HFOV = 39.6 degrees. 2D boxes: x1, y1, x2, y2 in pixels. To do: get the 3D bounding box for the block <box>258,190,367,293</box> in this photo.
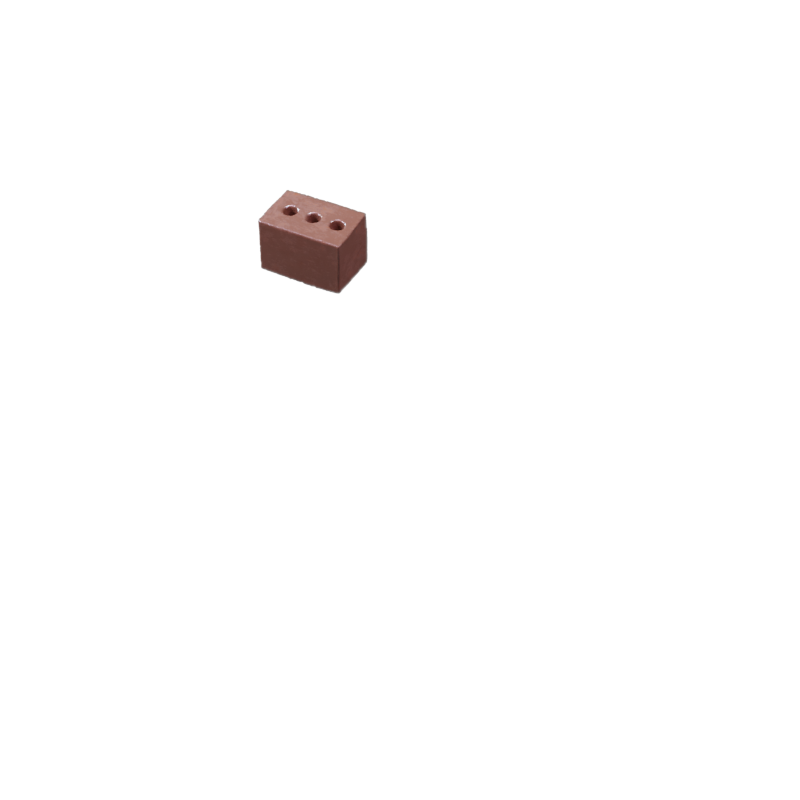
[{"bbox_3d":[-0.073,-0.132,0.927,0.081,0.048,0.054,19,44,19],"label":"block"}]
